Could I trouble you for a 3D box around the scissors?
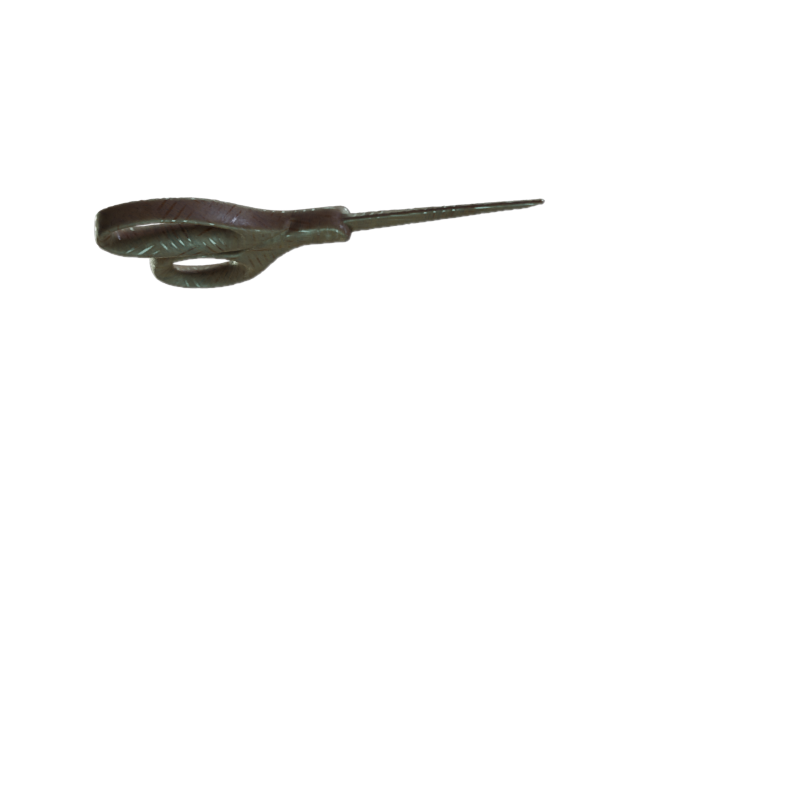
[{"bbox_3d":[-0.041,-0.075,0.524,0.201,0.016,0.092,0,-15,-1],"label":"scissors"}]
